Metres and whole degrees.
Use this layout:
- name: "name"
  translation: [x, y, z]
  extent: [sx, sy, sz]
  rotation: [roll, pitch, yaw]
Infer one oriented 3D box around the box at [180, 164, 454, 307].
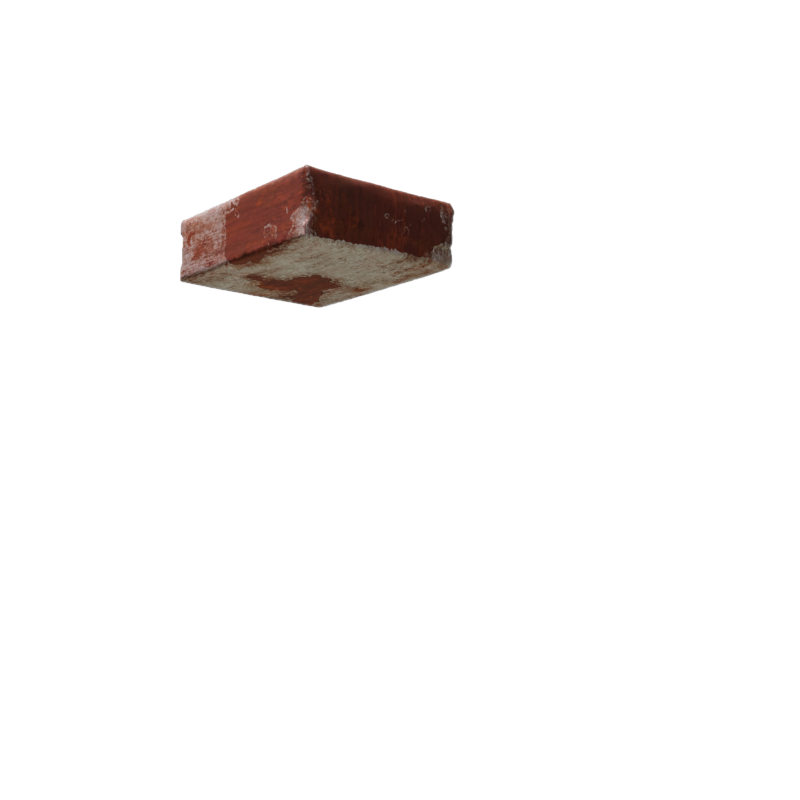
- name: "box"
  translation: [-0.035, -0.063, 0.442]
  extent: [0.070, 0.031, 0.091]
  rotation: [8, -13, -39]
